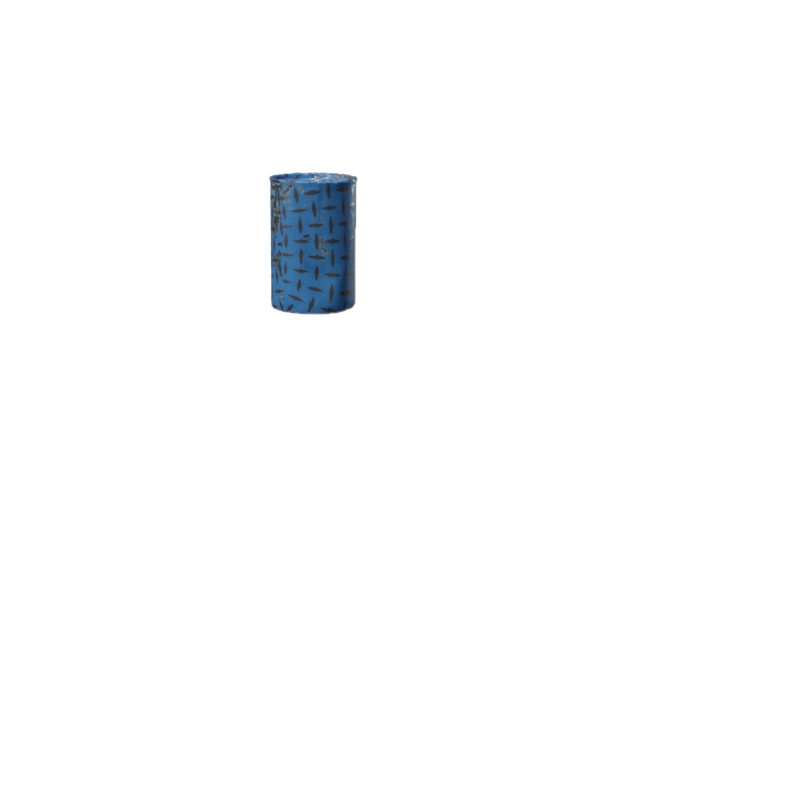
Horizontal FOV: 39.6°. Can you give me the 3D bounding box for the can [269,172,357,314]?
[{"bbox_3d":[-0.067,-0.123,0.861,0.068,0.100,0.070,0,12,-2],"label":"can"}]
